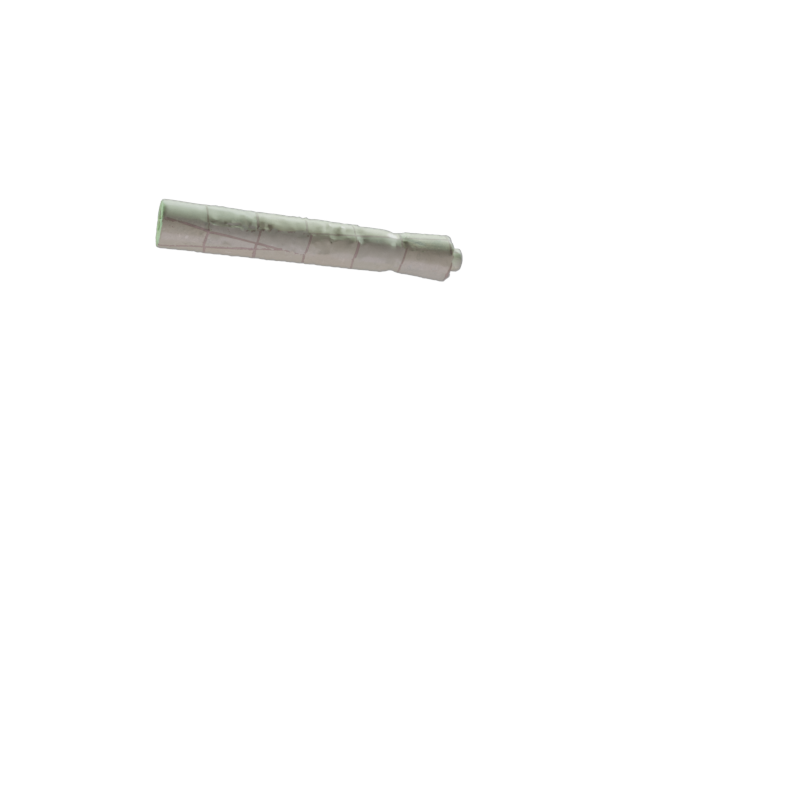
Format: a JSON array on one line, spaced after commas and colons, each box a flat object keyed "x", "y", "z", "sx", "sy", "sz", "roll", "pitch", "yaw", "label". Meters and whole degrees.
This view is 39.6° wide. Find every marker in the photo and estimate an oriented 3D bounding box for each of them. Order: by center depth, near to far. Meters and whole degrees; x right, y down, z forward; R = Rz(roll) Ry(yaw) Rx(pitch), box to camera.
[{"x": -0.034, "y": -0.062, "z": 0.432, "sx": 0.118, "sy": 0.020, "sz": 0.020, "roll": 5, "pitch": 3, "yaw": -12, "label": "marker"}]
